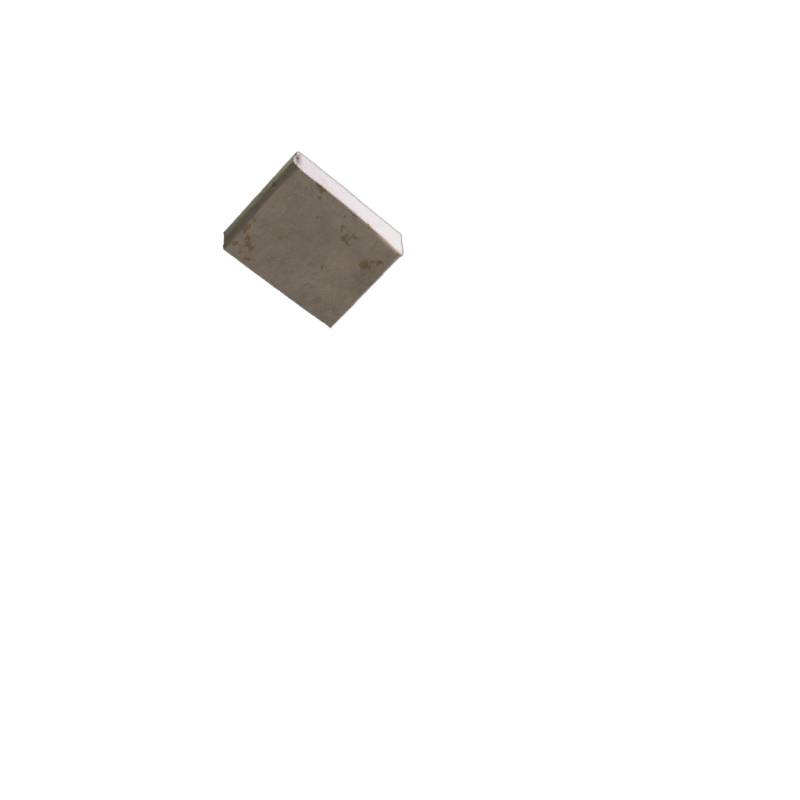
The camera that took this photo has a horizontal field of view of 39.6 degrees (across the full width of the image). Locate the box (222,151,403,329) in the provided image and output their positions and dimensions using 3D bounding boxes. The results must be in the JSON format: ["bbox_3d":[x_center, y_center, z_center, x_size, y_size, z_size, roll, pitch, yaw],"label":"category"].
[{"bbox_3d":[-0.067,-0.122,0.855,0.109,0.088,0.041,39,20,-17],"label":"box"}]
